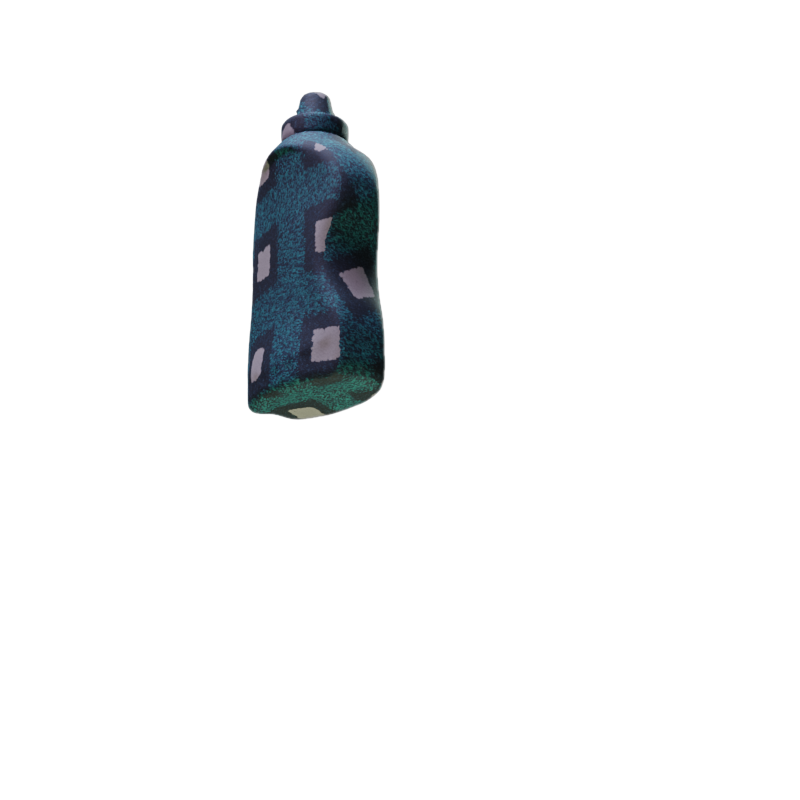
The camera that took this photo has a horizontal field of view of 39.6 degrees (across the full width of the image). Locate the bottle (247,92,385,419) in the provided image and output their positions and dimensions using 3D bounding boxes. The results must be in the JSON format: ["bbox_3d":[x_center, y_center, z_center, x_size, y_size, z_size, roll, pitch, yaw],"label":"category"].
[{"bbox_3d":[-0.050,-0.092,0.642,0.056,0.201,0.096,13,-25,-32],"label":"bottle"}]
